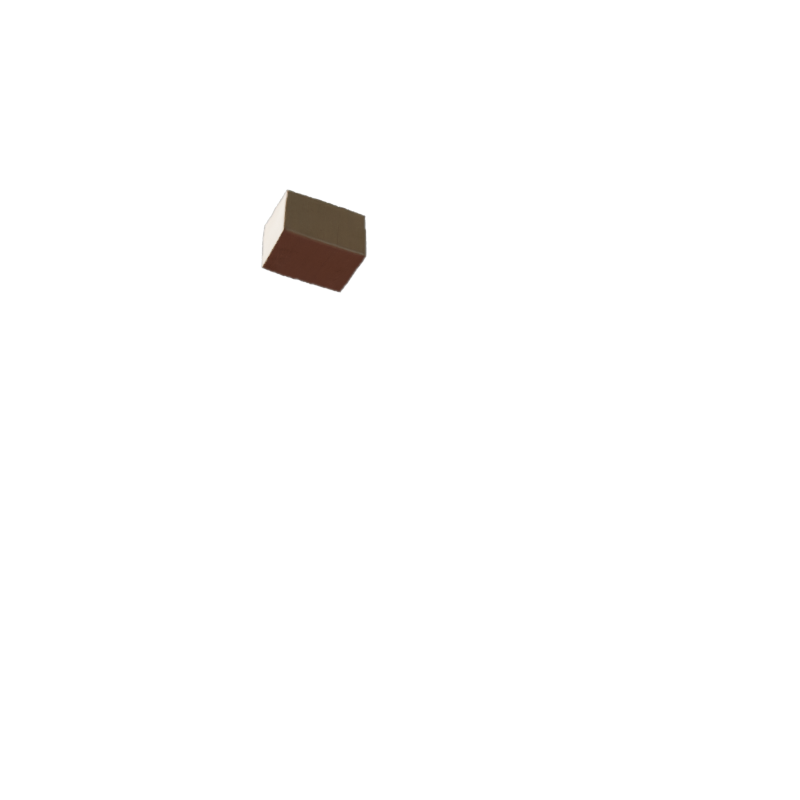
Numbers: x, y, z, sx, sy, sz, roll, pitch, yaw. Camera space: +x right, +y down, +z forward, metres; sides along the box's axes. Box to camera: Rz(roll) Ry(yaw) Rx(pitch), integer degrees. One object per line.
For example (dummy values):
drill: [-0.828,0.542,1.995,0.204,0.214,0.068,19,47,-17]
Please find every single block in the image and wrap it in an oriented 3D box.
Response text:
block: [-0.074,-0.136,0.951,0.075,0.055,0.051,17,-44,-20]
